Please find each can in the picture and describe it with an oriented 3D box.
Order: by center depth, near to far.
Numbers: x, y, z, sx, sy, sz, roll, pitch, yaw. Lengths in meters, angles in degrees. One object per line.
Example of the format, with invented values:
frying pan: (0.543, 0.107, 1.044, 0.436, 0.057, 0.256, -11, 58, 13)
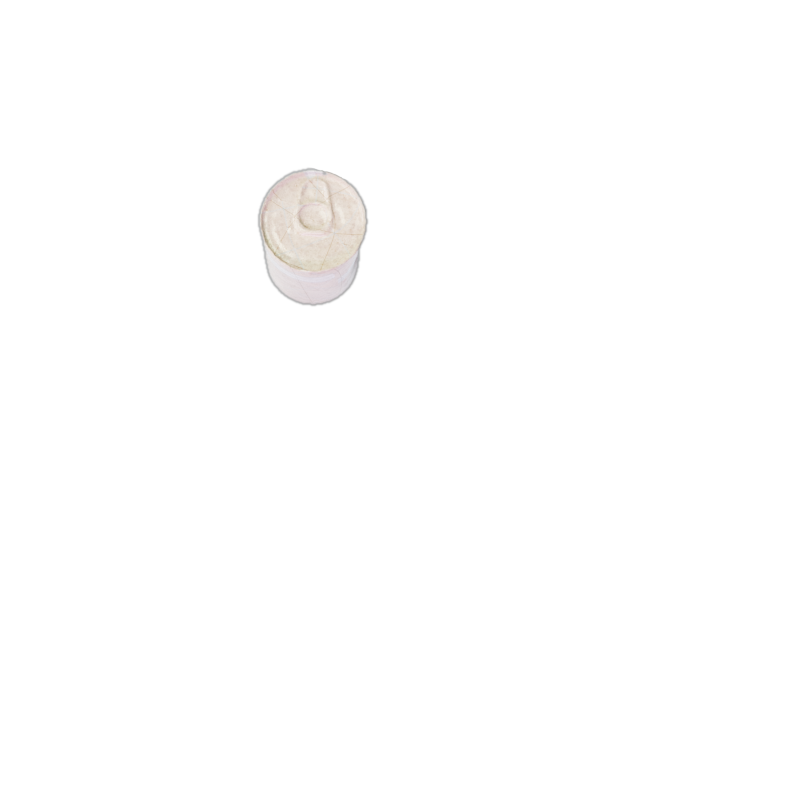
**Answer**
can: (-0.058, -0.106, 0.745, 0.068, 0.071, 0.099, 0, -10, -3)
